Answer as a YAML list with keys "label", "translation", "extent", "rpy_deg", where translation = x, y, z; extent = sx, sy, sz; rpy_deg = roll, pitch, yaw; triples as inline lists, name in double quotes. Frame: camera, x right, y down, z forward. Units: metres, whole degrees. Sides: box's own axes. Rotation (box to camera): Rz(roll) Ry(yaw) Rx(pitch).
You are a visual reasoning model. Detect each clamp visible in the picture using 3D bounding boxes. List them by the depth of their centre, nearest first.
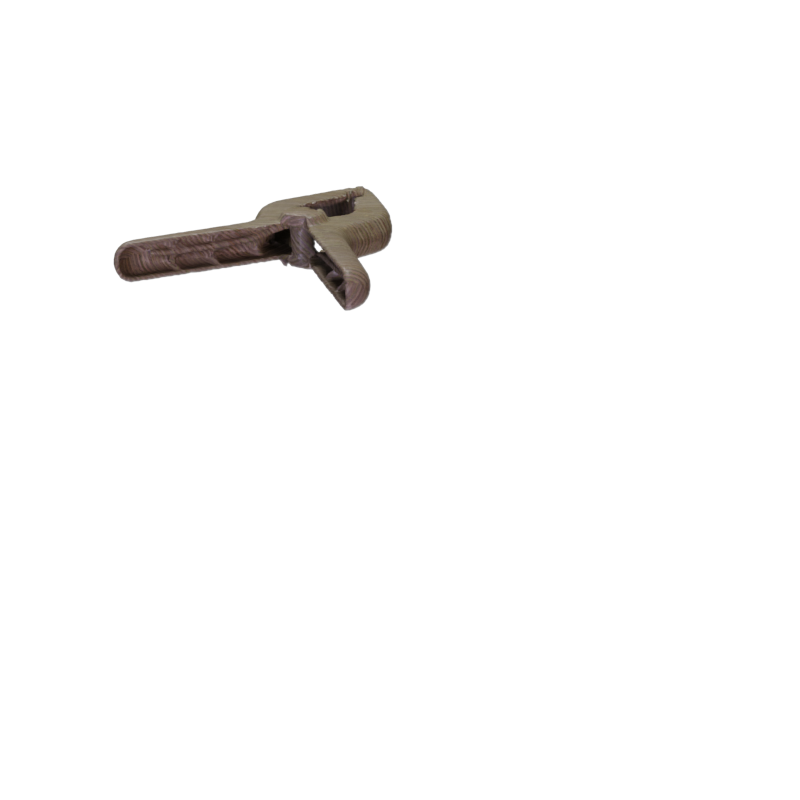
- label: "clamp"
  translation: [-0.056, -0.102, 0.712]
  extent: [0.172, 0.035, 0.210]
  rpy_deg: [12, 25, 28]
